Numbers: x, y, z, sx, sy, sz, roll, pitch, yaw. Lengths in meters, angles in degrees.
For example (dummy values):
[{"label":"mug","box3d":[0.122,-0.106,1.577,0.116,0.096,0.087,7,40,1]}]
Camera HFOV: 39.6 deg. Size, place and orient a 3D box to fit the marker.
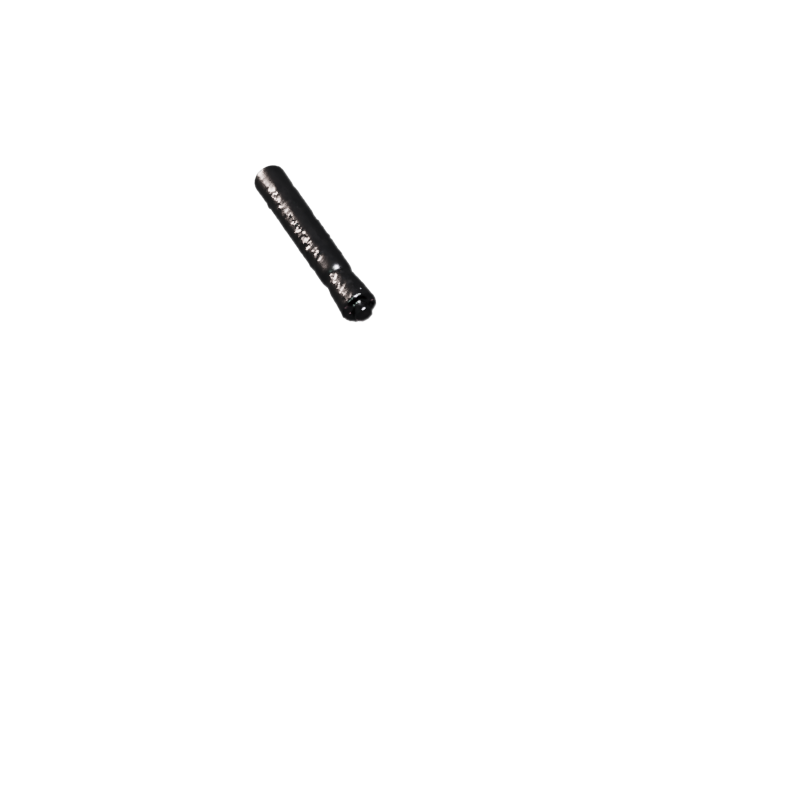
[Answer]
[{"label":"marker","box3d":[-0.046,-0.084,0.589,0.019,0.019,0.131,-2,41,-33]}]
